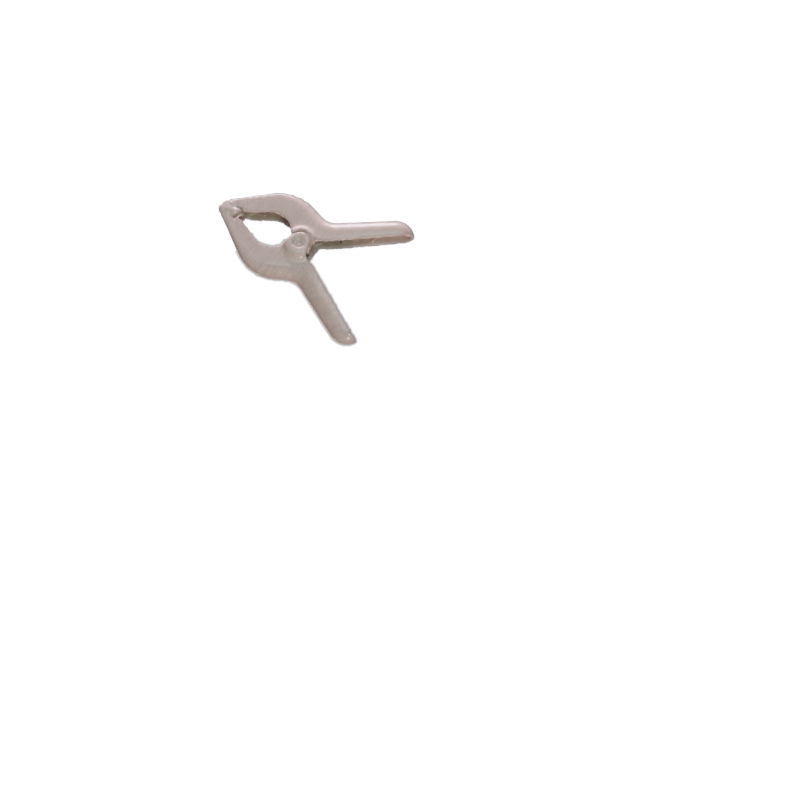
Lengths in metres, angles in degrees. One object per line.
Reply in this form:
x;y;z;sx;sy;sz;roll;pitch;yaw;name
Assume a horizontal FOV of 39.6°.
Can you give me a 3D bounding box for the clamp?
-0.077;-0.140;0.977;0.177;0.122;0.037;36;-18;13;clamp
